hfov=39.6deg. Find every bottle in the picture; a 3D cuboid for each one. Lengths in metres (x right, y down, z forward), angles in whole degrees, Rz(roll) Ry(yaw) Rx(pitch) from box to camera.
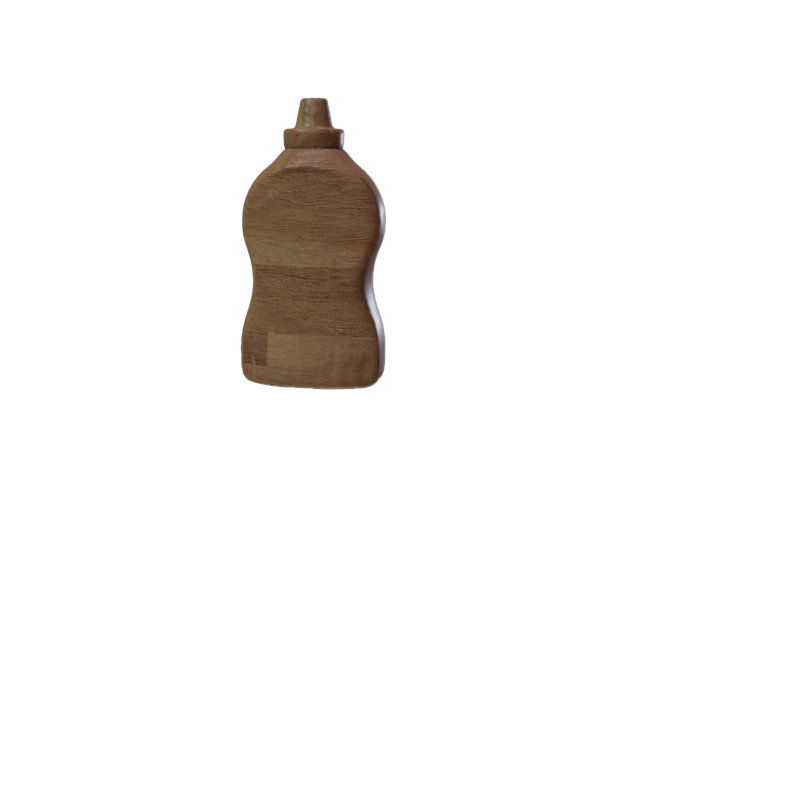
[{"bbox_3d":[-0.058,-0.107,0.746,0.098,0.189,0.058,2,6,14],"label":"bottle"}]
